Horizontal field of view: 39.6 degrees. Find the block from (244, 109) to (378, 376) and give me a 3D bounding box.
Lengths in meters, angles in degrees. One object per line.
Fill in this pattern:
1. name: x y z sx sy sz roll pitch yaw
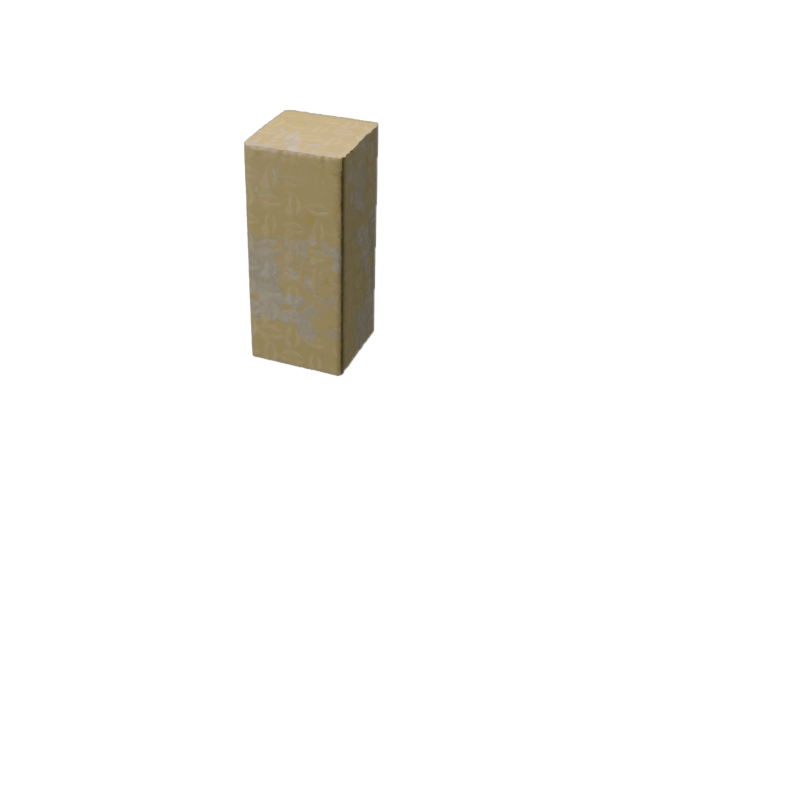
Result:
1. block: -0.076 -0.138 0.970 0.094 0.194 0.093 12 31 17
